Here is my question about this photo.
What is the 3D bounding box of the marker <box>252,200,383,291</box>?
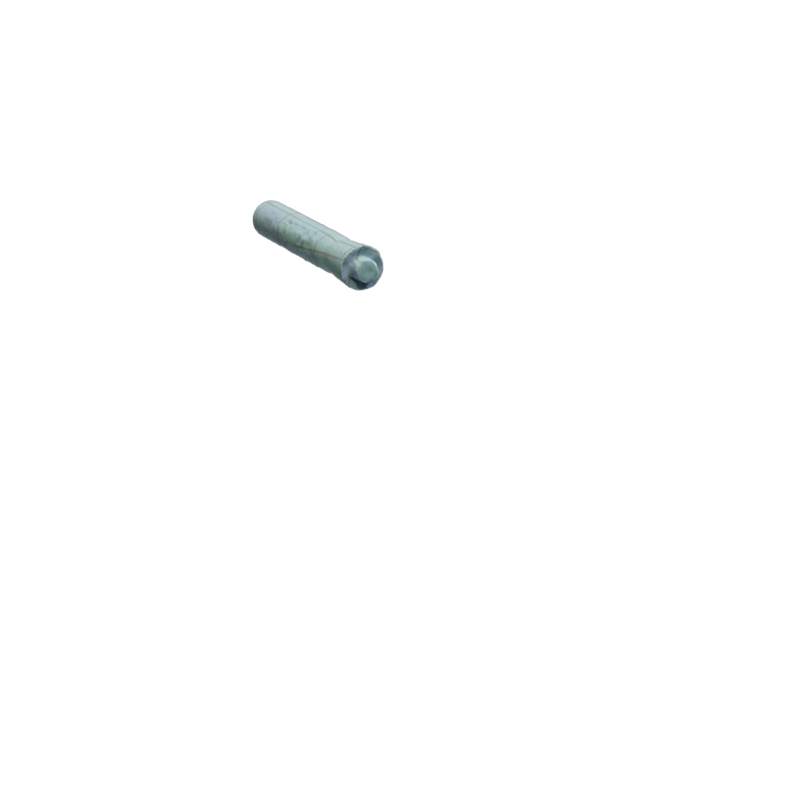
[{"bbox_3d":[-0.038,-0.070,0.492,0.019,0.019,0.128,-2,18,-24],"label":"marker"}]
